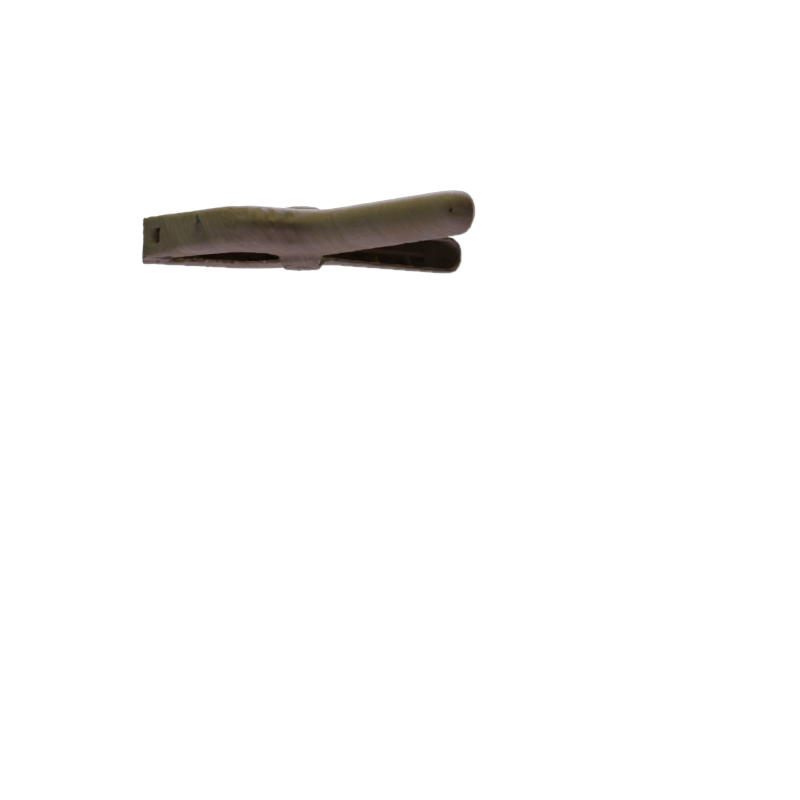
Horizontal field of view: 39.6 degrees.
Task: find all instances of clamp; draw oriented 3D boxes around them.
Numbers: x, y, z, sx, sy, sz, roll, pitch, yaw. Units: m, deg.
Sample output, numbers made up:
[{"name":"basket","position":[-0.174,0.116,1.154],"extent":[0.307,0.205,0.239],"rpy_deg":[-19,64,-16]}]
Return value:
[{"name":"clamp","position":[-0.054,-0.099,0.695],"extent":[0.213,0.037,0.159],"rpy_deg":[-1,-4,10]}]
